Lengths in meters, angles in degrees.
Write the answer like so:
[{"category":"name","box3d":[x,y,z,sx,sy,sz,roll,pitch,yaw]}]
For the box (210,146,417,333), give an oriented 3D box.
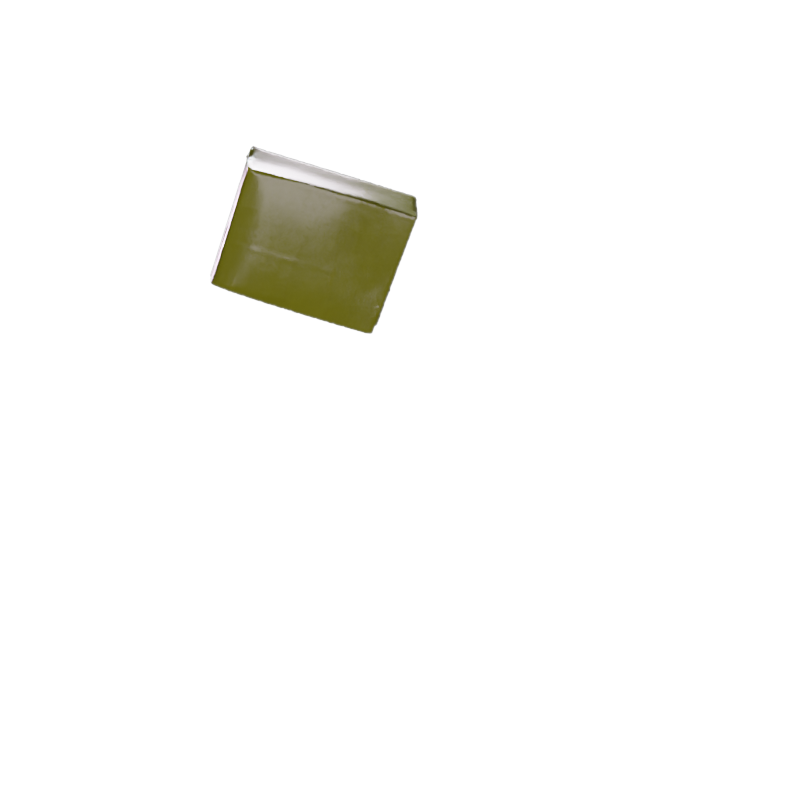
[{"category":"box","box3d":[-0.055,-0.101,0.707,0.112,0.086,0.041,16,26,-9]}]
